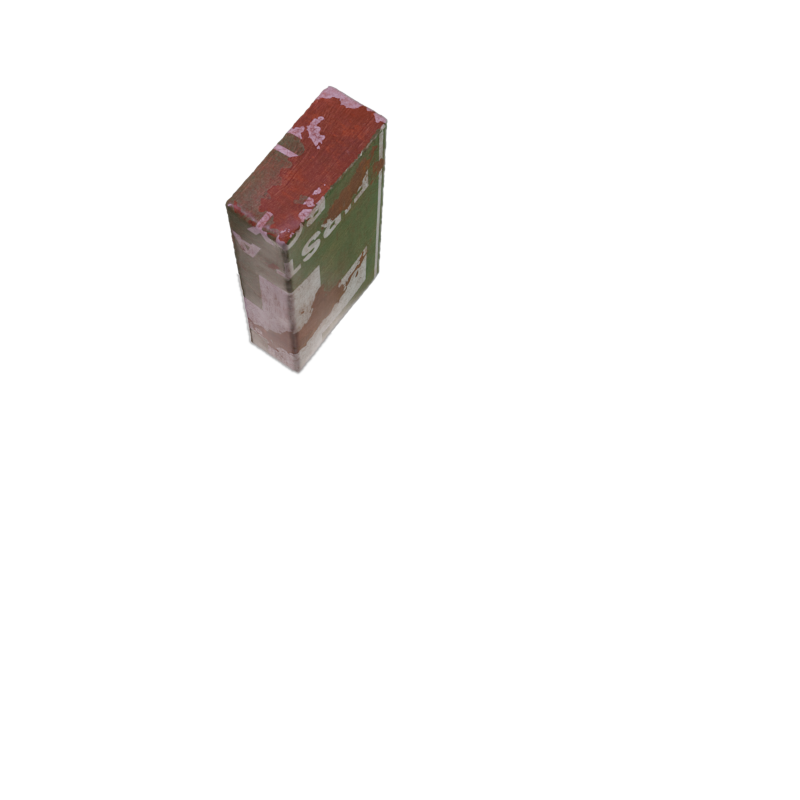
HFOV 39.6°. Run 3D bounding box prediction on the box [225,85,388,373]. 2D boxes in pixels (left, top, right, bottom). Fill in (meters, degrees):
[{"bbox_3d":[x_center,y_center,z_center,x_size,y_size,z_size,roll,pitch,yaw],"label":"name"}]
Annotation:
[{"bbox_3d":[-0.050,-0.091,0.638,0.049,0.095,0.168,34,-19,8],"label":"box"}]
